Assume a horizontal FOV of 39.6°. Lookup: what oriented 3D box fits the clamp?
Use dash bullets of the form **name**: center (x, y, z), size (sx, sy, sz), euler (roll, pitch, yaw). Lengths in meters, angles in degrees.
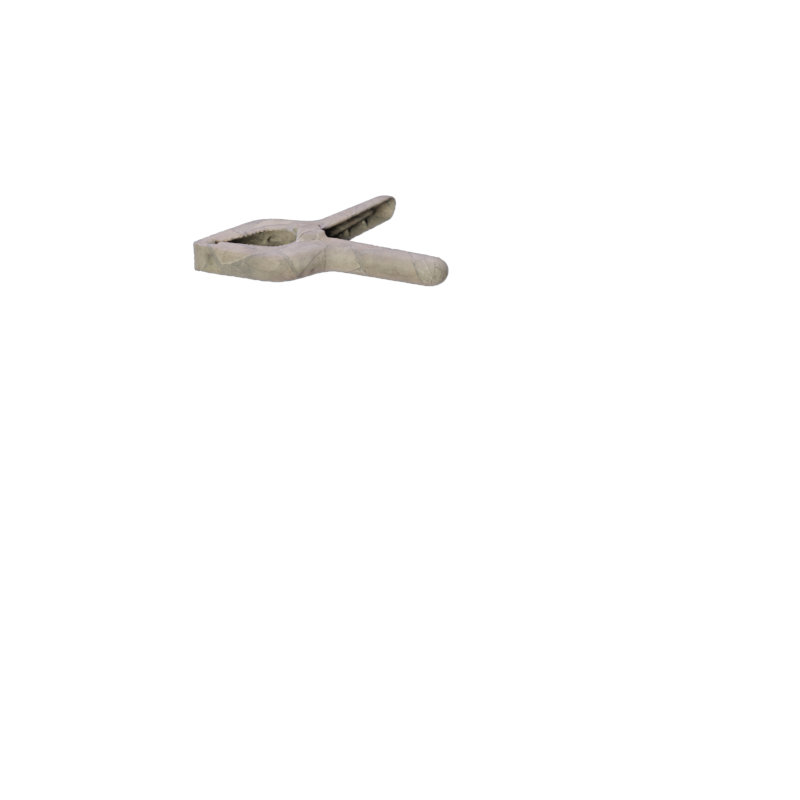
- **clamp**: center (-0.076, -0.139, 0.977), size (0.208, 0.034, 0.175), euler (-4, 29, -7)
